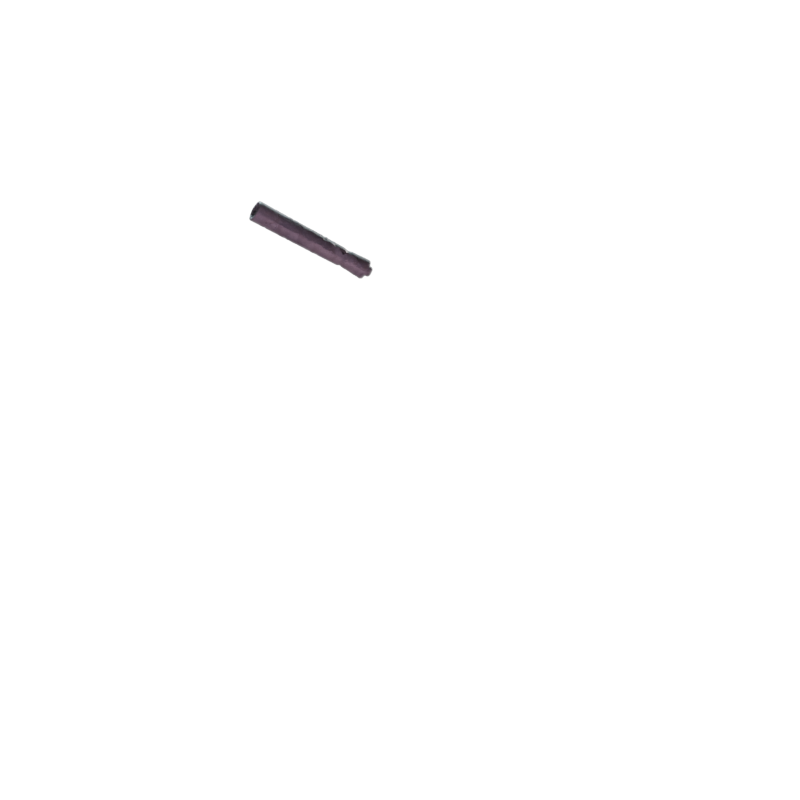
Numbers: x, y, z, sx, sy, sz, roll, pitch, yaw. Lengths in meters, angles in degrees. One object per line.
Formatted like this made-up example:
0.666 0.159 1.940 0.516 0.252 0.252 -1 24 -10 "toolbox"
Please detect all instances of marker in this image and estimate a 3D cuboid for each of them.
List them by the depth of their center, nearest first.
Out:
-0.076 -0.139 0.975 0.116 0.020 0.020 26 -6 -18 "marker"
